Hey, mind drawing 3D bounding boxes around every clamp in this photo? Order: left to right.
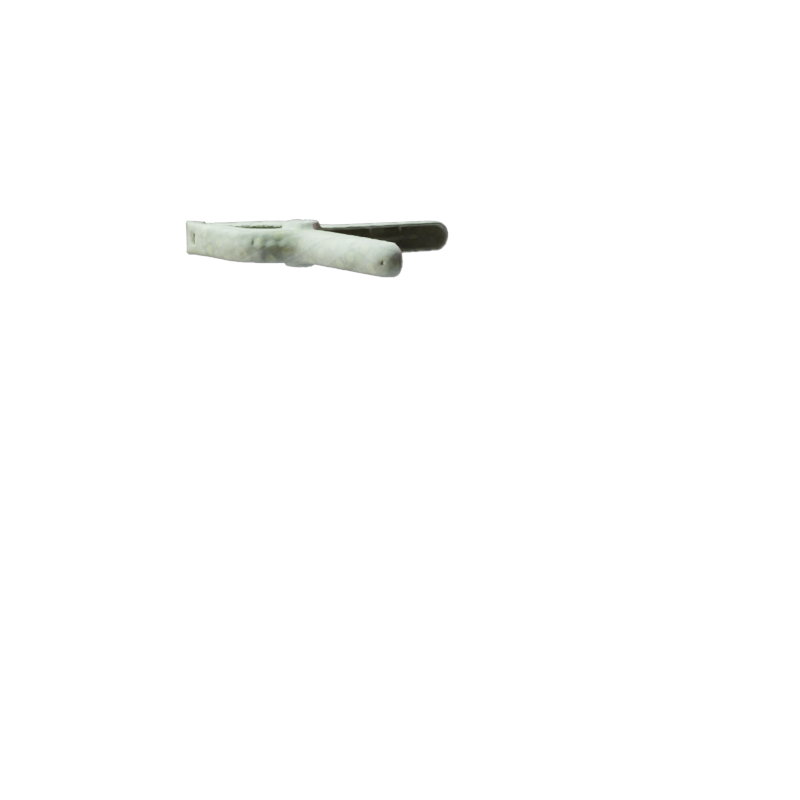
[{"bbox_3d":[-0.070,-0.127,0.888,0.217,0.035,0.163,6,15,23],"label":"clamp"}]
